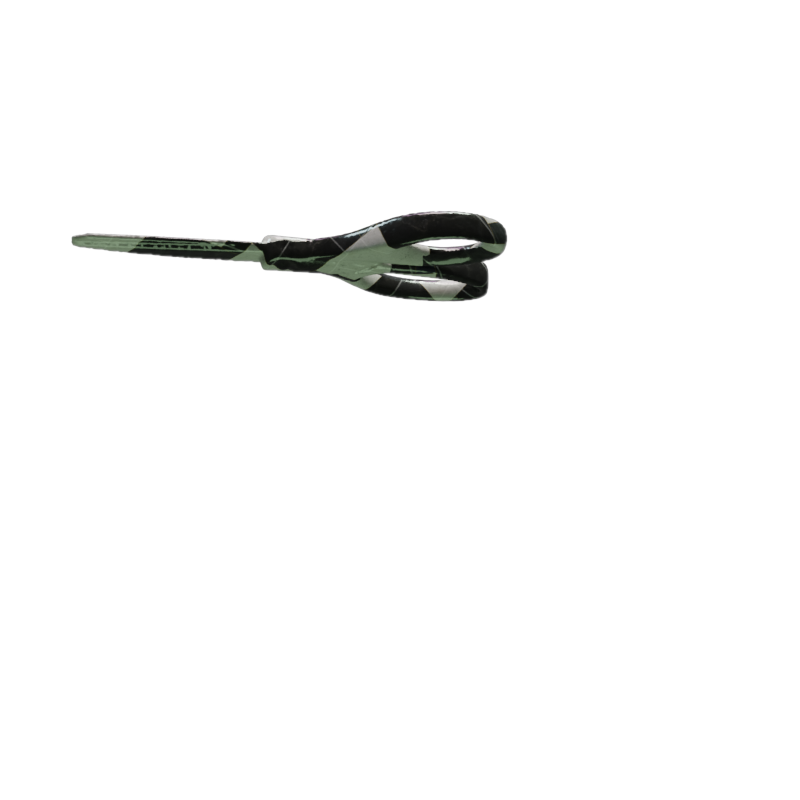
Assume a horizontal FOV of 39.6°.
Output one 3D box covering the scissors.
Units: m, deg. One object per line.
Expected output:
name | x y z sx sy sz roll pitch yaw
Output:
scissors | -0.040 -0.072 0.507 0.194 0.016 0.095 7 -17 -24
